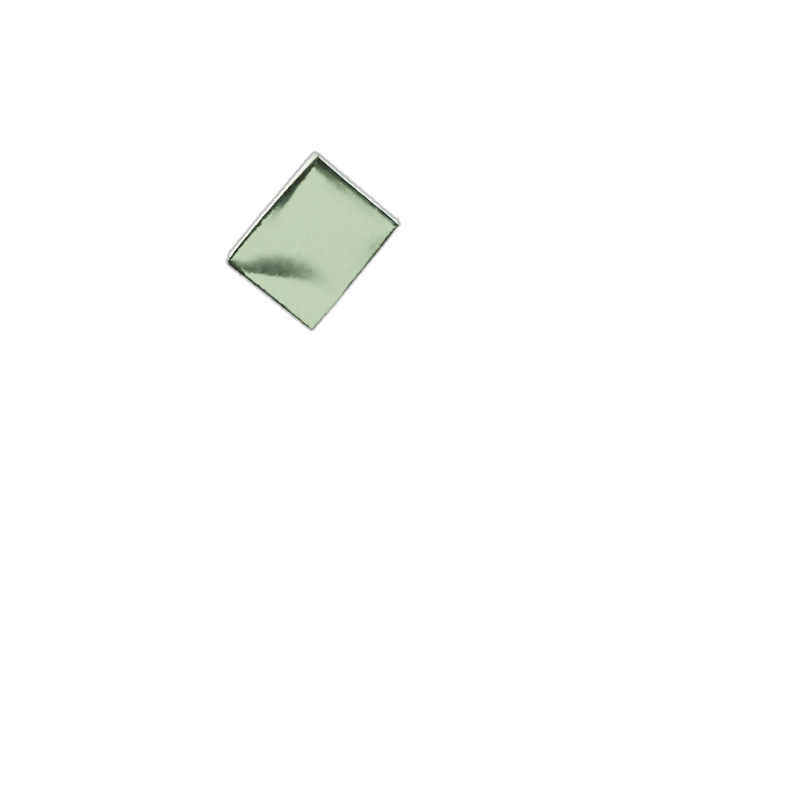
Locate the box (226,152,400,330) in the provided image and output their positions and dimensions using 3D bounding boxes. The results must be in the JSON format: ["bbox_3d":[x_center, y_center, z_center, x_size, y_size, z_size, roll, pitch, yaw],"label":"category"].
[{"bbox_3d":[-0.069,-0.126,0.882,0.088,0.113,0.040,40,7,-7],"label":"box"}]
